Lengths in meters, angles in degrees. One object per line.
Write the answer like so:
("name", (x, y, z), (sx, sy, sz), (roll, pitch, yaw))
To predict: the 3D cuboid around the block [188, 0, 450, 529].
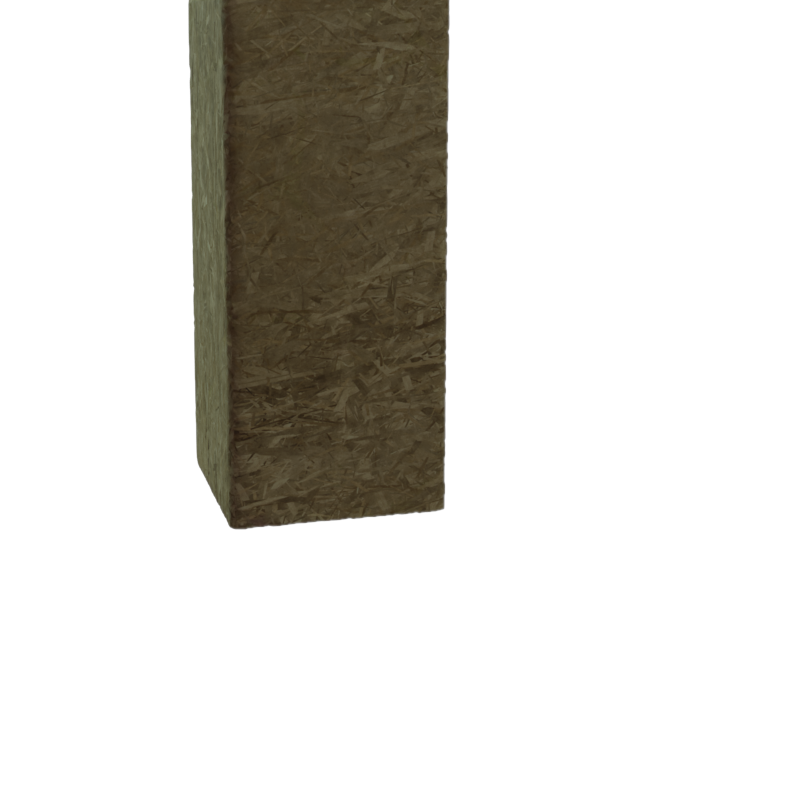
("block", (-0.037, -0.065, 0.458), (0.088, 0.202, 0.094), (-2, 9, -17))
